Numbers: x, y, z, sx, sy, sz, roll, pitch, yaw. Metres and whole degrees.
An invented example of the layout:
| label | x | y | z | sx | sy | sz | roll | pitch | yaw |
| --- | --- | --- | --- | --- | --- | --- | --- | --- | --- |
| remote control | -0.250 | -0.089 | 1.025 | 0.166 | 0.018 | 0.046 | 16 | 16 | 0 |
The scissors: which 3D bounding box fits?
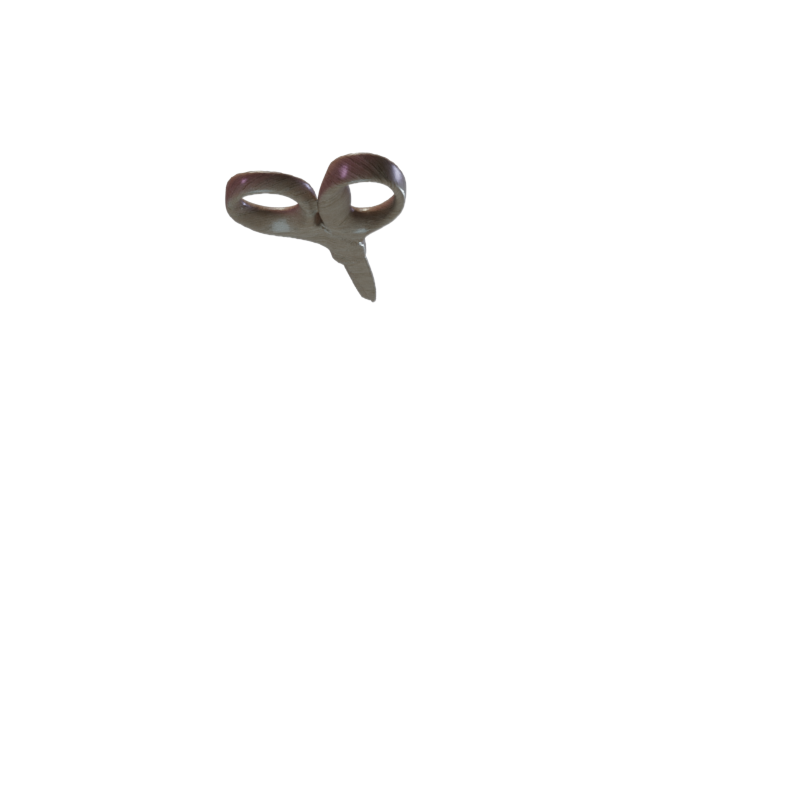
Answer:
| label | x | y | z | sx | sy | sz | roll | pitch | yaw |
| --- | --- | --- | --- | --- | --- | --- | --- | --- | --- |
| scissors | -0.046 | -0.084 | 0.591 | 0.095 | 0.016 | 0.196 | 2 | -13 | -9 |
